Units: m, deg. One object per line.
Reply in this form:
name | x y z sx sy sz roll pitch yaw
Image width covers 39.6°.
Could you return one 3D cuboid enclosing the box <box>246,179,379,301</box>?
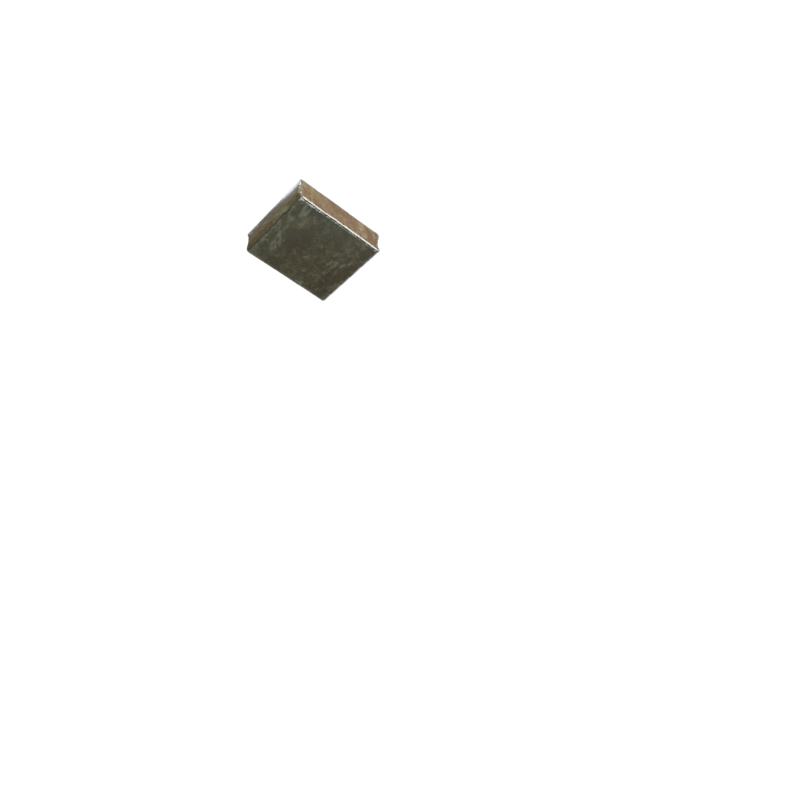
box | -0.074 -0.134 0.941 0.085 0.032 0.072 33 -59 -24
